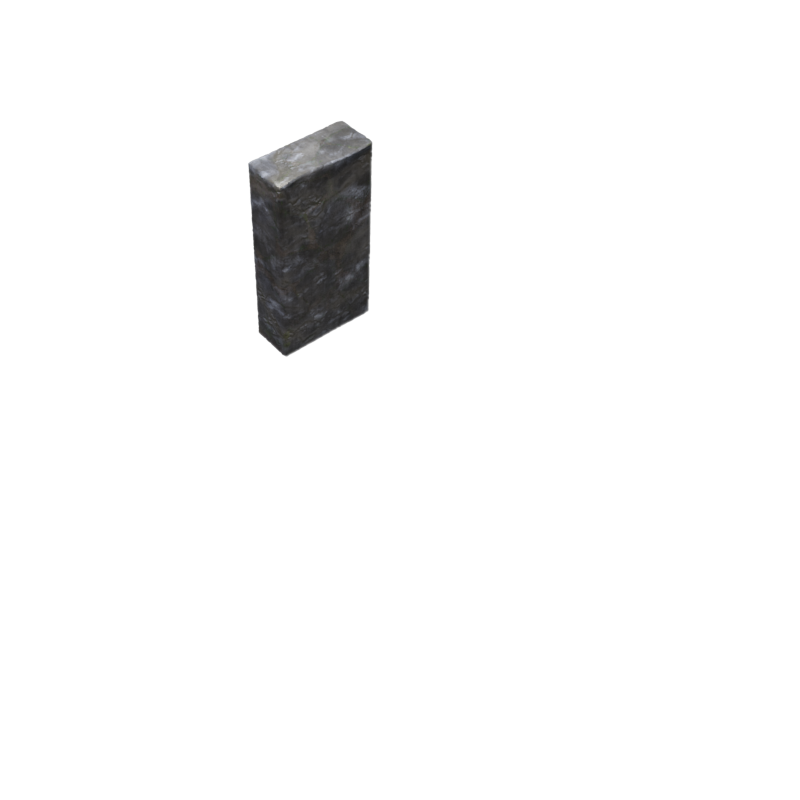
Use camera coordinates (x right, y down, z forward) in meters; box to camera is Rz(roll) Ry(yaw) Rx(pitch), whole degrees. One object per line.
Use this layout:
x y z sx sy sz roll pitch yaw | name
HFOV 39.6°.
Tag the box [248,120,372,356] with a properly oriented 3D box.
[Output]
-0.069 -0.126 0.882 0.093 0.164 0.051 -31 55 -29 | box
